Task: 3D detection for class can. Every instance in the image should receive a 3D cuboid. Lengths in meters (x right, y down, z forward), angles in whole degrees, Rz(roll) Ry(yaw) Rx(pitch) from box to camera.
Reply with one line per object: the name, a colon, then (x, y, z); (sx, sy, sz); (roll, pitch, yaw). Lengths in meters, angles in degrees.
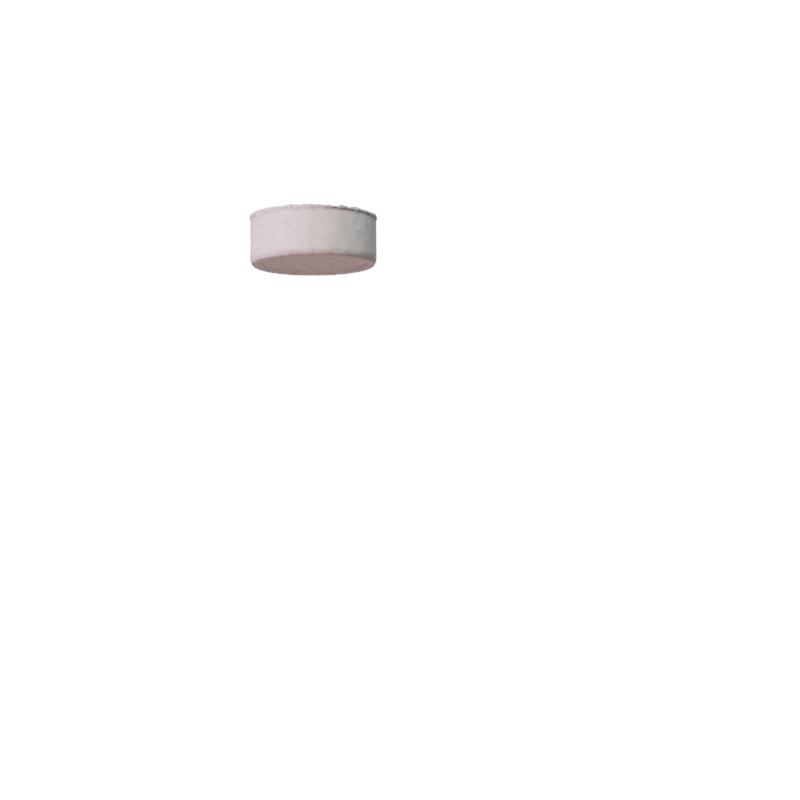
can: (-0.058, -0.106, 0.743); (0.086, 0.034, 0.084); (0, -4, -2)
